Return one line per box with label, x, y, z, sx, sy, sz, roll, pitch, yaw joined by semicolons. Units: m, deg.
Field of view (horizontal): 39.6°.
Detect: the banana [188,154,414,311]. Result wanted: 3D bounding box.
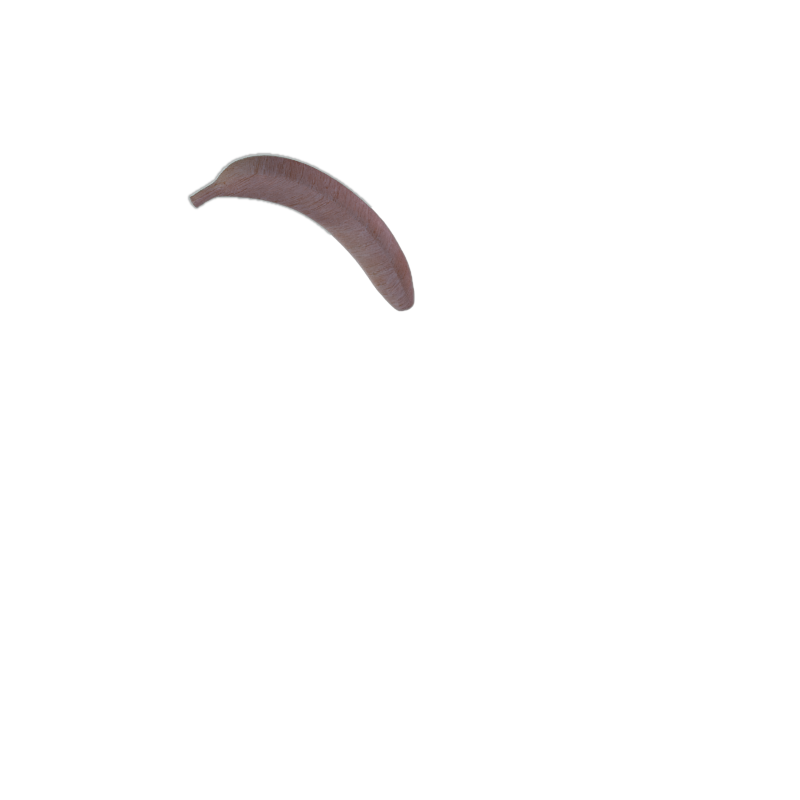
banana;-0.062;-0.141;0.865;0.193;0.068;0.038;27;19;-10
